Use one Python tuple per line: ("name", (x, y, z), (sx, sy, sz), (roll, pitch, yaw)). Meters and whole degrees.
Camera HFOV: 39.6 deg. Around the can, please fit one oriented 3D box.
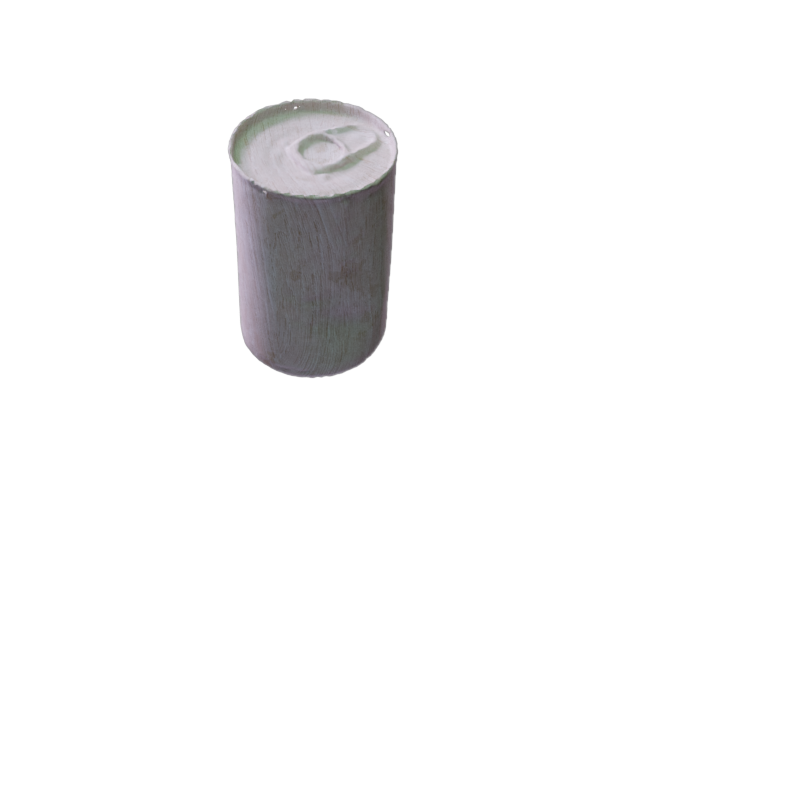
("can", (-0.037, -0.068, 0.474), (0.068, 0.095, 0.074), (0, 44, -3))
